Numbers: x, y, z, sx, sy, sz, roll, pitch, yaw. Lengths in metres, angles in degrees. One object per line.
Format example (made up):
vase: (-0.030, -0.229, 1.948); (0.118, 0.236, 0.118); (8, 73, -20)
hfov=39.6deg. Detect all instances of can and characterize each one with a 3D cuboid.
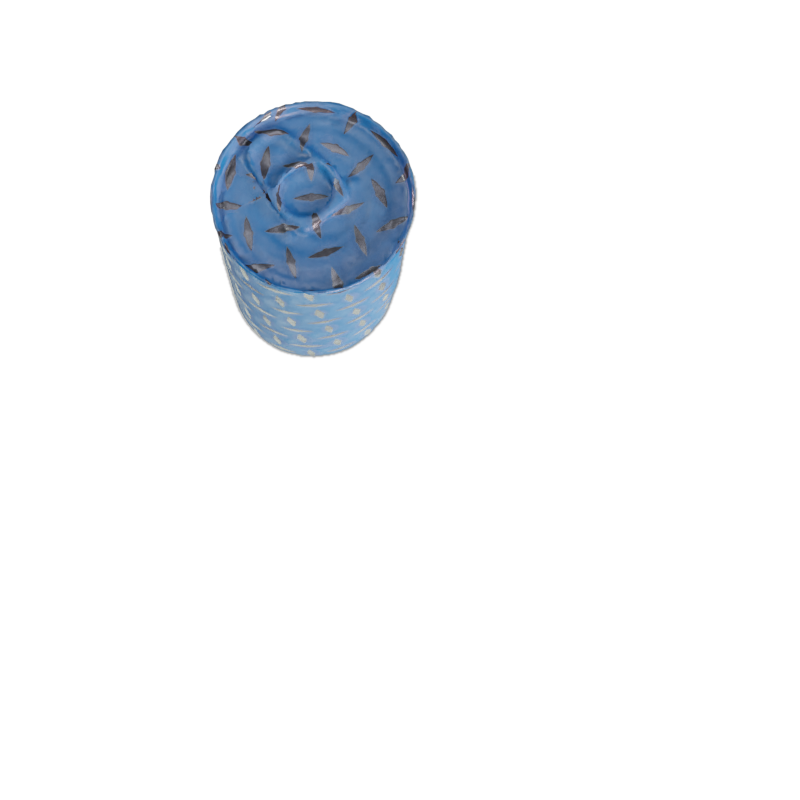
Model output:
can: (-0.032, -0.059, 0.411); (0.068, 0.071, 0.099); (0, -13, -3)
